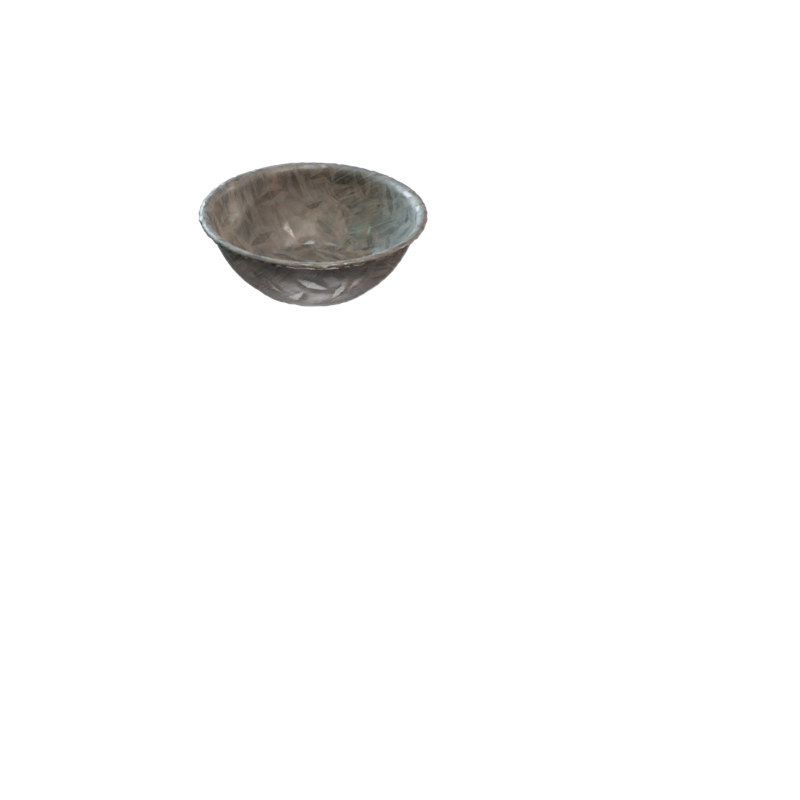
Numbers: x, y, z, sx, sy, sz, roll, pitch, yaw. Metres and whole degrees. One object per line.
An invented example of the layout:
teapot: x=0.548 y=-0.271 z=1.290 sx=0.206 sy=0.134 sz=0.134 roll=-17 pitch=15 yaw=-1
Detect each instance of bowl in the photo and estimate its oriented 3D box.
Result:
bowl: x=-0.062 y=-0.114 z=0.797 sx=0.162 sy=0.052 sz=0.173 roll=-1 pitch=35 yaw=-2
